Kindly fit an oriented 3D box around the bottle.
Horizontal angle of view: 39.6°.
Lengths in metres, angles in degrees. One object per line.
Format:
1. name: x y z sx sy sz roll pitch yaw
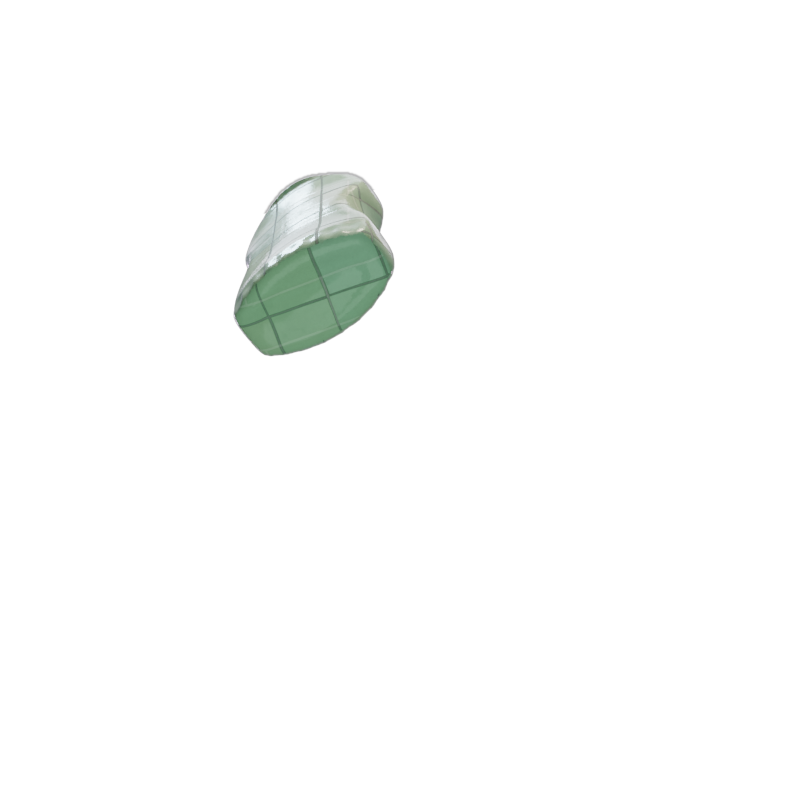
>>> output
1. bottle: -0.055 -0.101 0.712 0.096 0.056 0.202 -35 23 12
